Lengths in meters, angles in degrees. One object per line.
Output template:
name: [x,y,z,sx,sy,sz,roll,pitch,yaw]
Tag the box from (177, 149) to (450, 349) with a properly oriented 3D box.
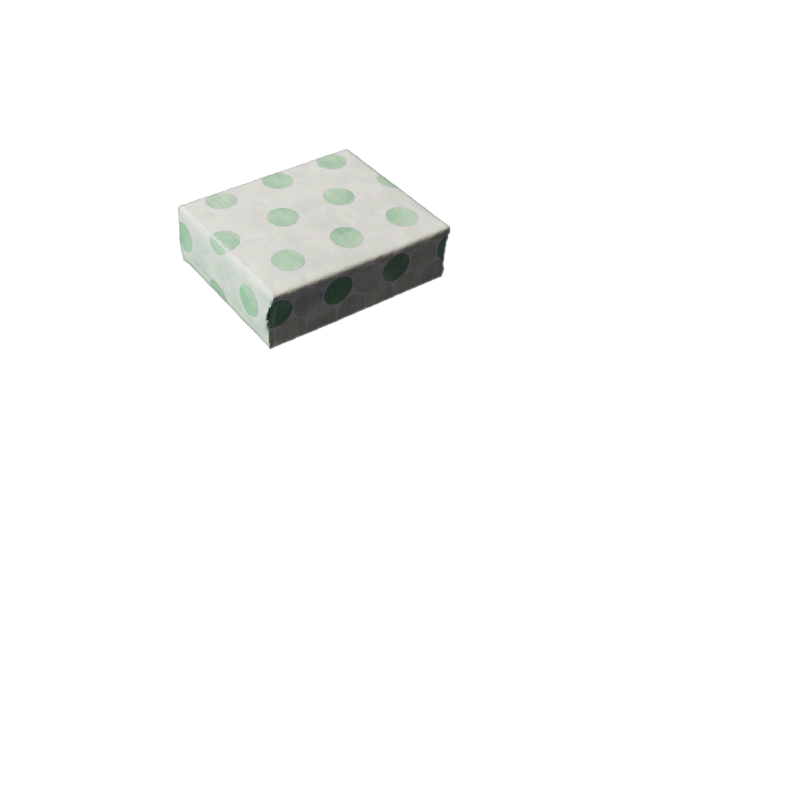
box: [-0.045,-0.082,0.577,0.113,0.036,0.097,-26,48,-27]
